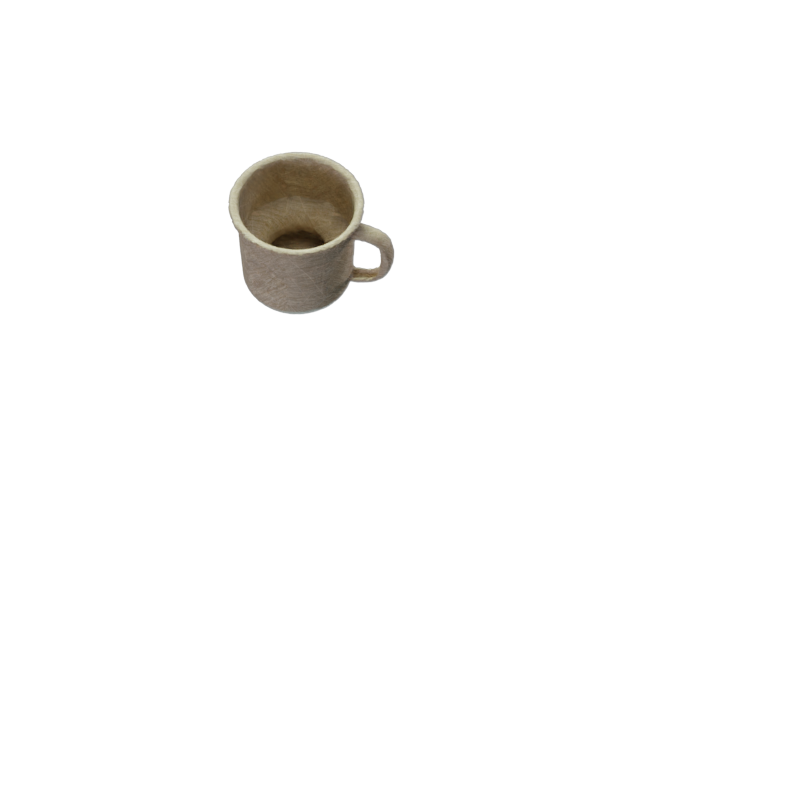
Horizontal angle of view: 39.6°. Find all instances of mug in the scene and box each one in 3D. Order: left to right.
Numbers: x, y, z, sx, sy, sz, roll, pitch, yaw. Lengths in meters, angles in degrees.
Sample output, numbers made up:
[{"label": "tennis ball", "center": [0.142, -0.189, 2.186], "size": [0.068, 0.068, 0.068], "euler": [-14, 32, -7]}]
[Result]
[{"label": "mug", "center": [-0.061, -0.112, 0.785], "size": [0.119, 0.098, 0.076], "euler": [13, -34, 7]}]
